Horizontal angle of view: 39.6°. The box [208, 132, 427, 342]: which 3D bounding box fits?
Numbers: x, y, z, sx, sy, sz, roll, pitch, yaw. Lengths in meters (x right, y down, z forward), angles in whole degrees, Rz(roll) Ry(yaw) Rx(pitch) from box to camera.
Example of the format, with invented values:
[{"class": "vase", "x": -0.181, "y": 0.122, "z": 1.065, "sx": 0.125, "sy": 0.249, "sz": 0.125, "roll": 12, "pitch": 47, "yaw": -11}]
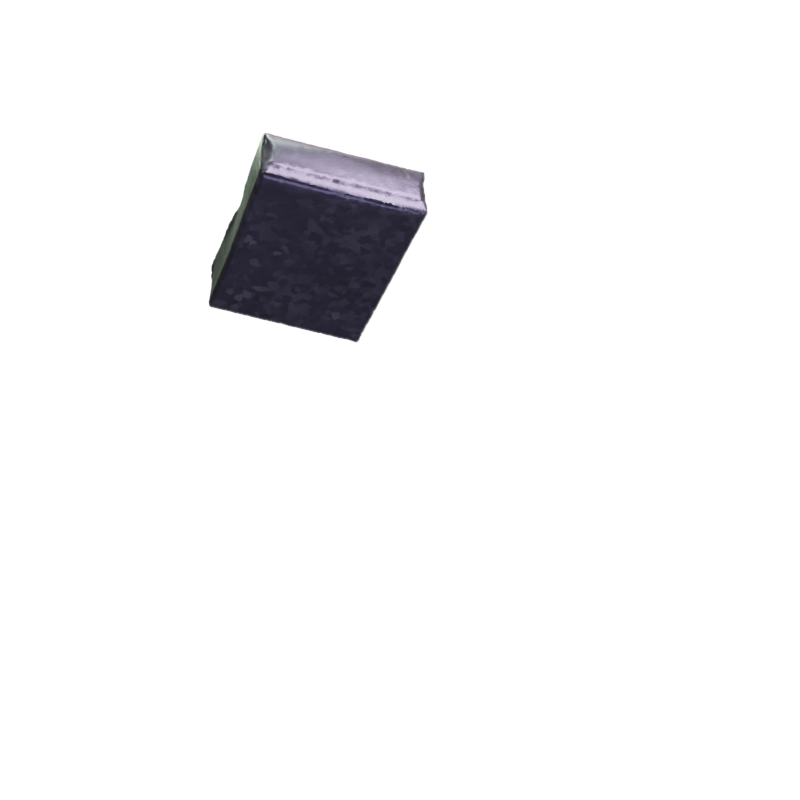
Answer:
[{"class": "box", "x": -0.038, "y": -0.070, "z": 0.489, "sx": 0.071, "sy": 0.032, "sz": 0.085, "roll": 13, "pitch": -43, "yaw": -15}]
